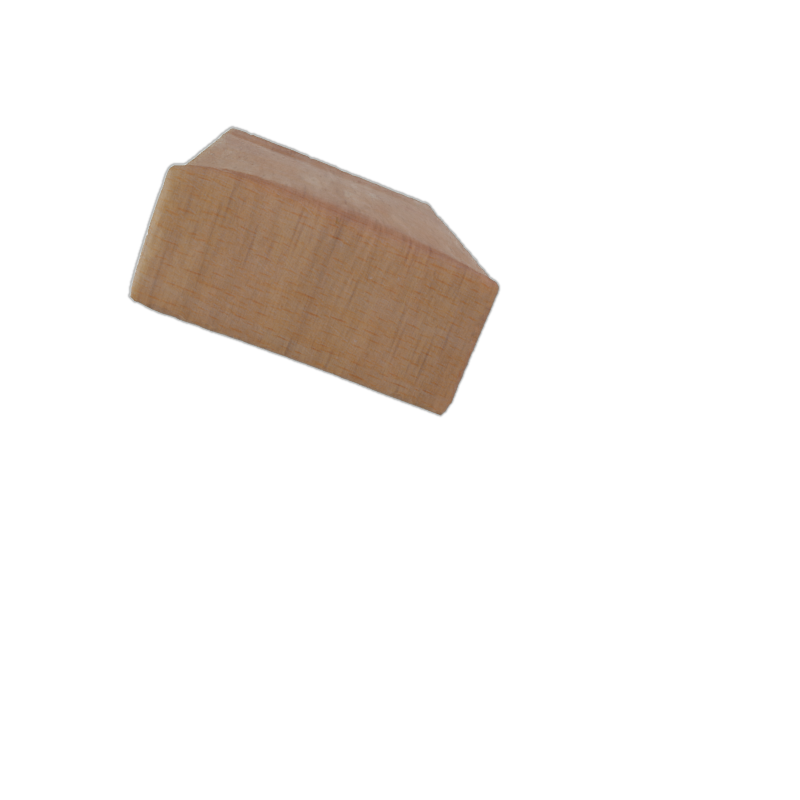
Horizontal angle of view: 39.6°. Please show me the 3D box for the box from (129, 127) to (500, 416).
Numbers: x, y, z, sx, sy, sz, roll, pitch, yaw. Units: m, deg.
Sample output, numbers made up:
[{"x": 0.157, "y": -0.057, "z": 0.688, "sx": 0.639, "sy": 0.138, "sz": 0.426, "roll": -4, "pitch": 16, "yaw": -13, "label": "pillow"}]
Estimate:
[{"x": -0.029, "y": -0.053, "z": 0.375, "sx": 0.092, "sy": 0.047, "sz": 0.181, "roll": 20, "pitch": 11, "yaw": -8, "label": "box"}]
